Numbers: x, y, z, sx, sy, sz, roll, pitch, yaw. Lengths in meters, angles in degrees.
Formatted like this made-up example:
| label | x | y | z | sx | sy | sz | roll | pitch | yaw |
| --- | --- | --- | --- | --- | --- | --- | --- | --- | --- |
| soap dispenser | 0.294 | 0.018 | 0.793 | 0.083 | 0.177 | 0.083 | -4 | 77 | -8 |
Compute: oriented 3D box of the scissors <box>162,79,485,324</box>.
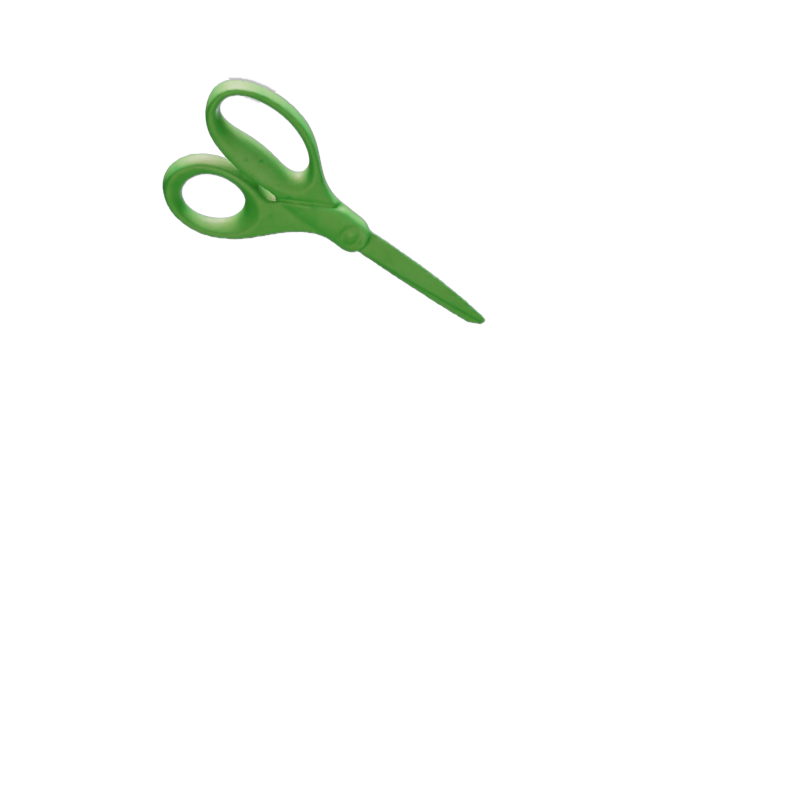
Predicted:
| label | x | y | z | sx | sy | sz | roll | pitch | yaw |
| --- | --- | --- | --- | --- | --- | --- | --- | --- | --- |
| scissors | -0.047 | -0.086 | 0.604 | 0.096 | 0.190 | 0.017 | -32 | 27 | 18 |
